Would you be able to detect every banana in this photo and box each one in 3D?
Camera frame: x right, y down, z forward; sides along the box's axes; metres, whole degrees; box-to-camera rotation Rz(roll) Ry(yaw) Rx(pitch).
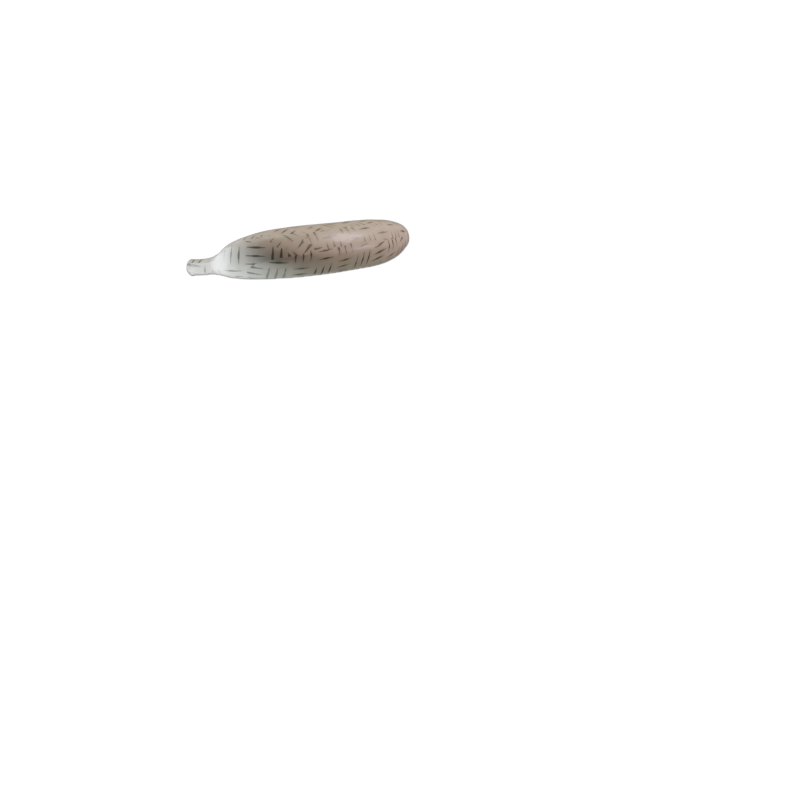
[{"bbox_3d":[-0.058,-0.116,0.829,0.193,0.036,0.073,-11,19,-34],"label":"banana"}]
